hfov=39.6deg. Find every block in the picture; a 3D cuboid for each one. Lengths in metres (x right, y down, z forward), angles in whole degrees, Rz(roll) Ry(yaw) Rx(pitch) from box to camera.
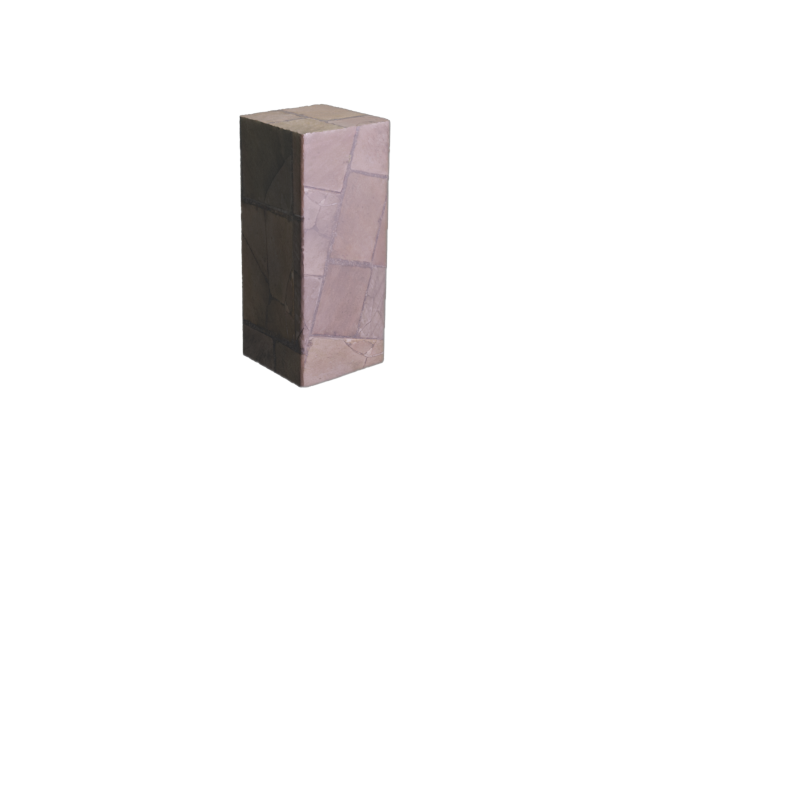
[{"bbox_3d":[-0.070,-0.129,0.904,0.088,0.198,0.096,-14,24,-38],"label":"block"}]
